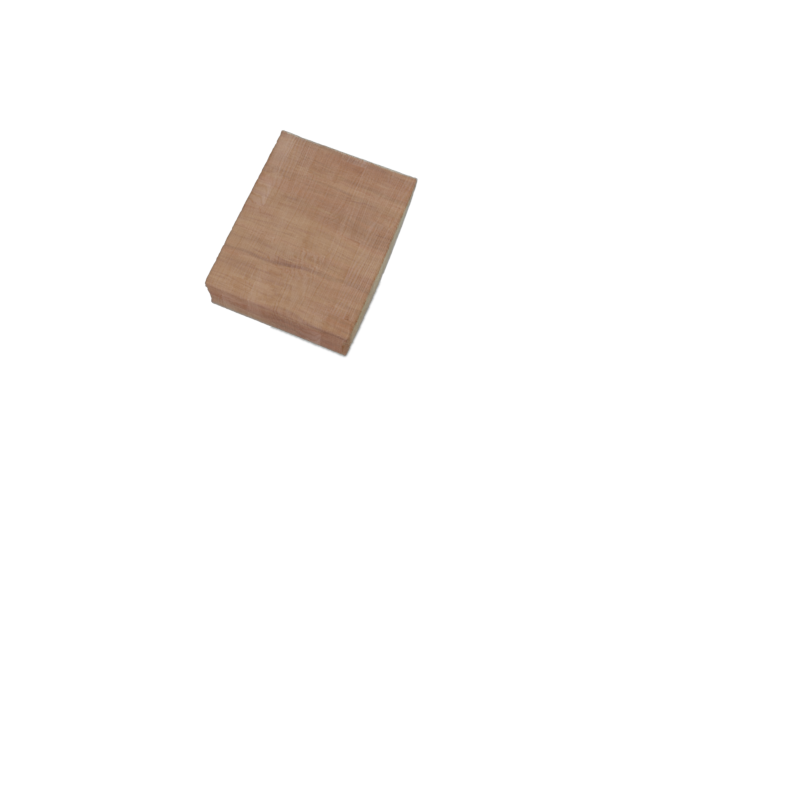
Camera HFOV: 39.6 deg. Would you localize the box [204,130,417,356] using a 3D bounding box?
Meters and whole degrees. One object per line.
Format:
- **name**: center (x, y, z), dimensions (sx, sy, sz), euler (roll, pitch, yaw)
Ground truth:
- **box**: center (-0.051, -0.094, 0.659), dimensions (0.092, 0.117, 0.037), euler (20, -23, 8)
